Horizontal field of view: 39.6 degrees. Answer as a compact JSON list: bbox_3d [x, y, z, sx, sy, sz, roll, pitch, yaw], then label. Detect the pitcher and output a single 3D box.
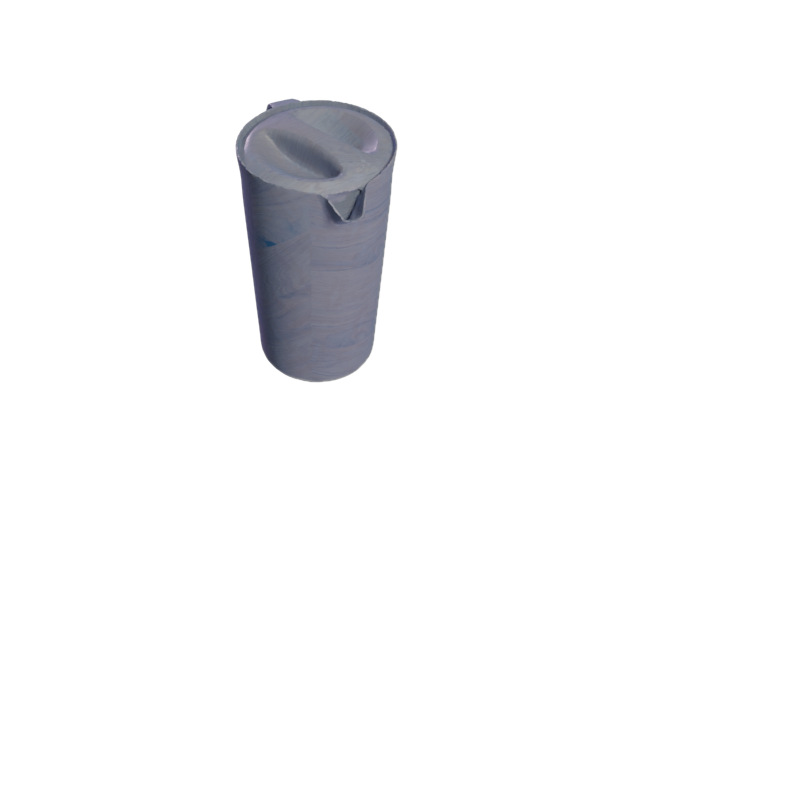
[{"bbox_3d":[-0.078,-0.141,0.991,0.149,0.226,0.155,17,45,14],"label":"pitcher"}]
